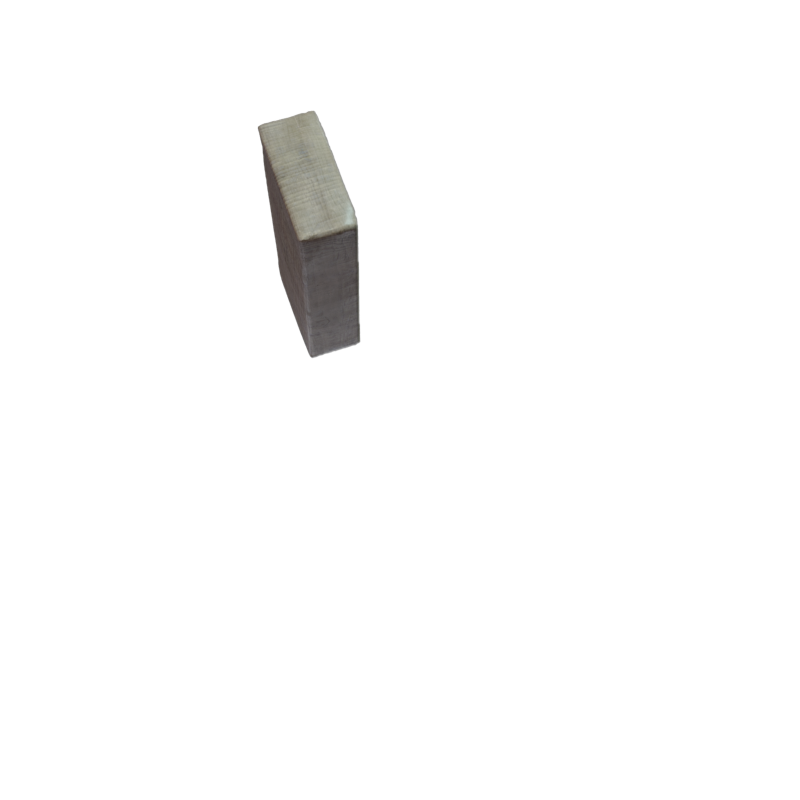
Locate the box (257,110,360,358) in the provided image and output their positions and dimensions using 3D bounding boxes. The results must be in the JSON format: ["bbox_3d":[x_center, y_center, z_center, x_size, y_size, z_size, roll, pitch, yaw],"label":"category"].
[{"bbox_3d":[-0.059,-0.109,0.761,0.048,0.099,0.167,-16,-22,-11],"label":"box"}]
